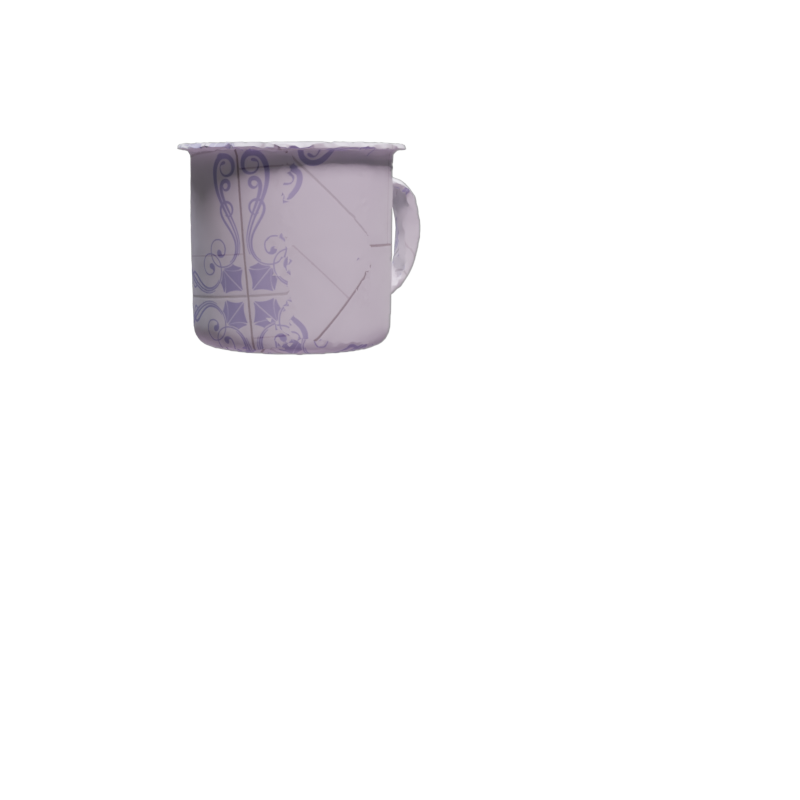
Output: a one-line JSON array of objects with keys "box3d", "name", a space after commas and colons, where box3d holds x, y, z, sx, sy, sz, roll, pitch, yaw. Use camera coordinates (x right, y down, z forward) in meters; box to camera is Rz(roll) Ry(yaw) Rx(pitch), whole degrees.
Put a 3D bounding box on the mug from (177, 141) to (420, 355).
[{"box3d": [-0.036, -0.066, 0.463, 0.098, 0.080, 0.114, 8, 12, 44], "name": "mug"}]
